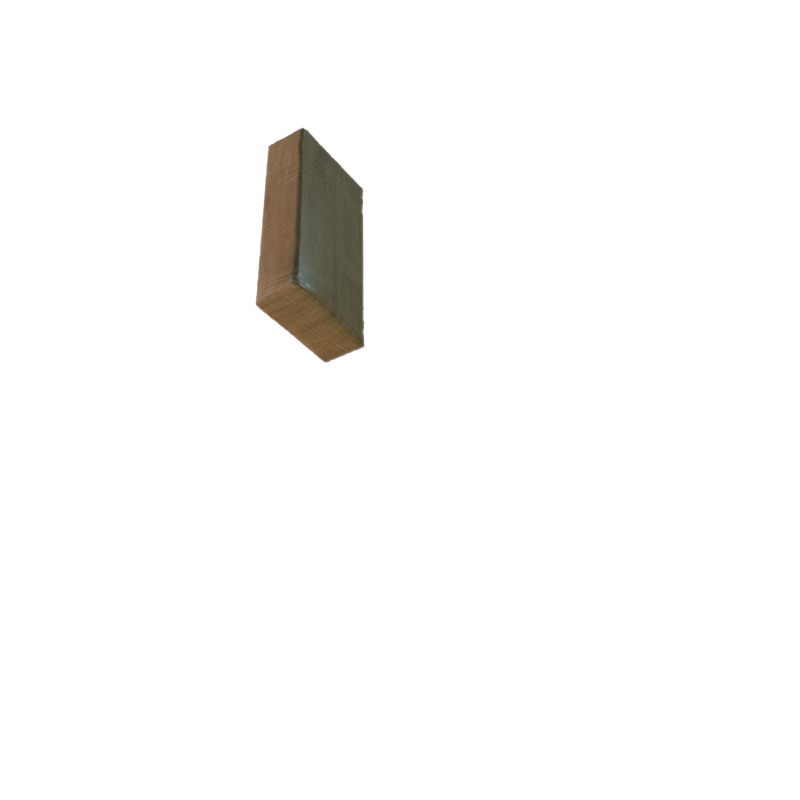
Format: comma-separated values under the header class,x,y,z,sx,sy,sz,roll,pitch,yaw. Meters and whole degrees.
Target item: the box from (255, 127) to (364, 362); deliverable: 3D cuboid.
class,x,y,z,sx,sy,sz,roll,pitch,yaw
box,-0.071,-0.129,0.903,0.048,0.189,0.087,-26,-46,24
